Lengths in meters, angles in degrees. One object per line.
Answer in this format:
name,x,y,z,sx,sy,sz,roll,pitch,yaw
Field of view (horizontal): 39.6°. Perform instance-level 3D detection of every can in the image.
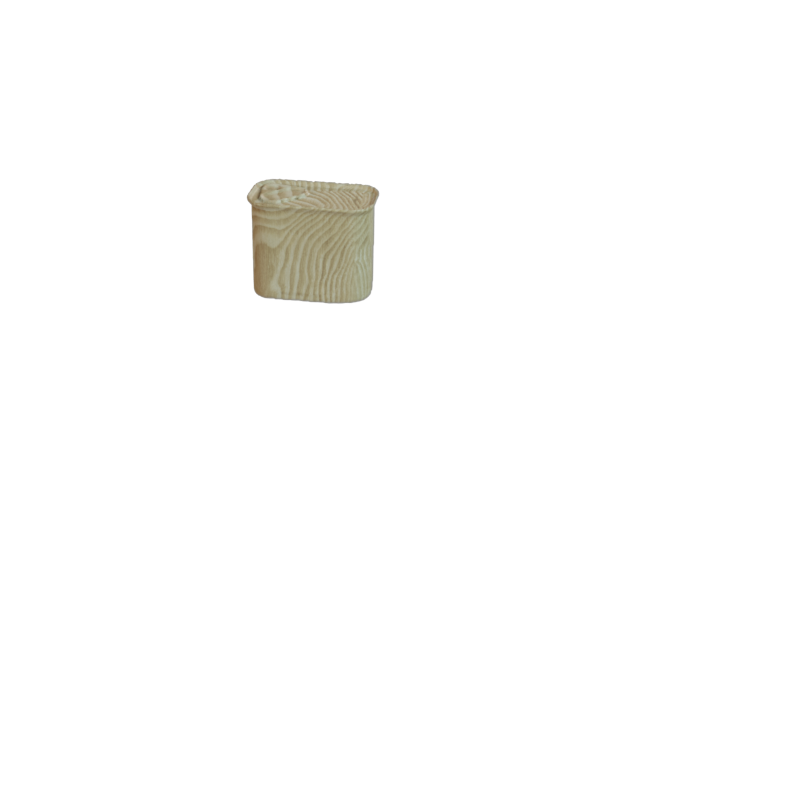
can,-0.070,-0.127,0.889,0.103,0.079,0.060,5,27,8
